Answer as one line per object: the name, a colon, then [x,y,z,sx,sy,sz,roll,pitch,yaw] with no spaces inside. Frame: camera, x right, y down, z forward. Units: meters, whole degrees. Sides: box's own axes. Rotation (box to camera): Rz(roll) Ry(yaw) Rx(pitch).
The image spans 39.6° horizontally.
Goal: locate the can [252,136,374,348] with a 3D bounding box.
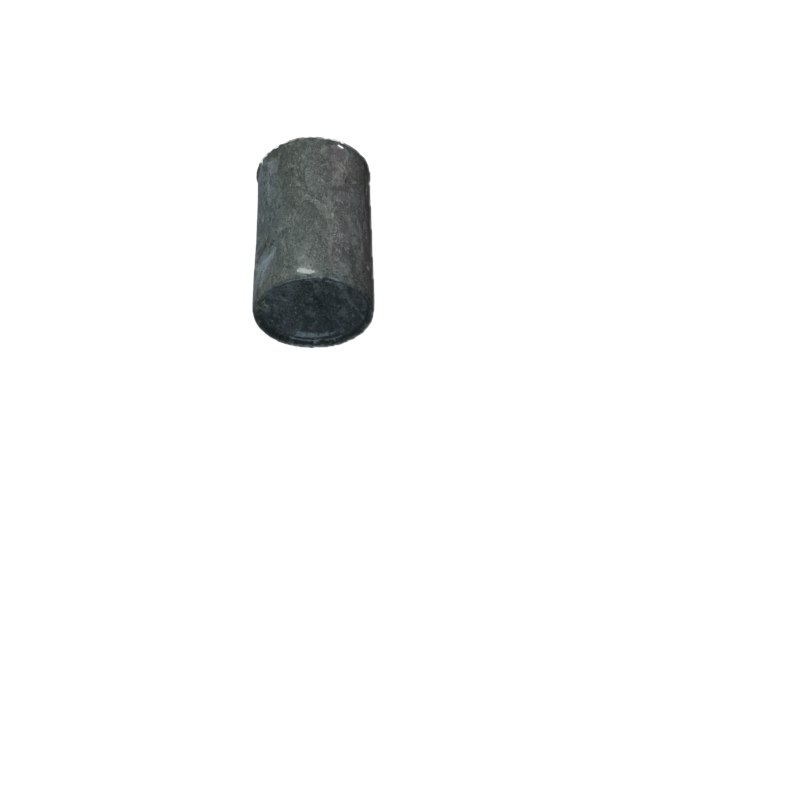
can: [-0.049,-0.090,0.627,0.068,0.110,0.064,-1,-36,-3]
